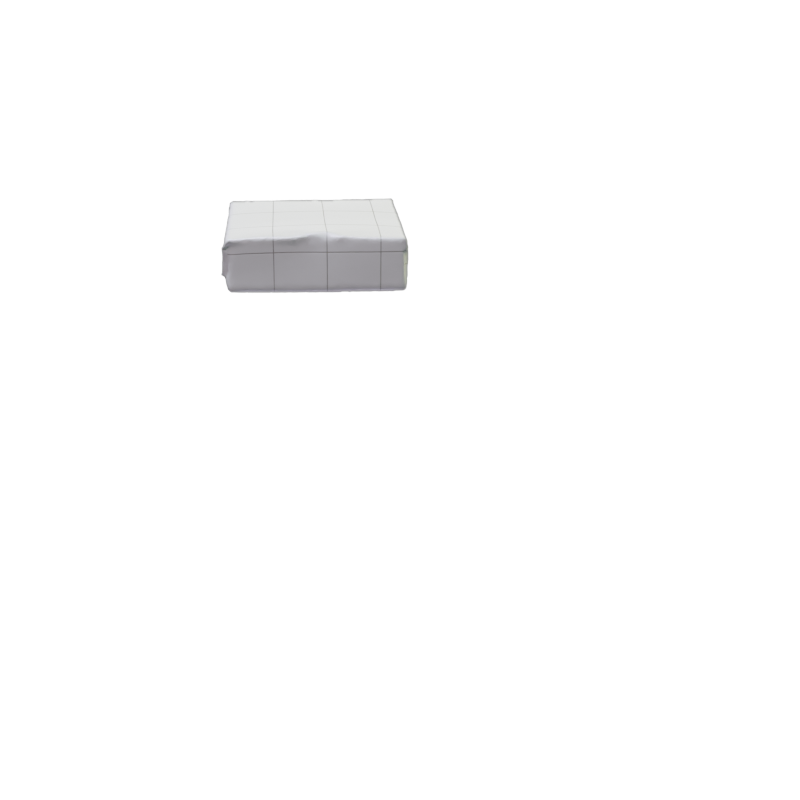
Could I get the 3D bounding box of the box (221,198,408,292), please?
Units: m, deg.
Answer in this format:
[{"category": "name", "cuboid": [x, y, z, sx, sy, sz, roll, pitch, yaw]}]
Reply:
[{"category": "box", "cuboid": [-0.044, -0.080, 0.560, 0.089, 0.029, 0.077, -1, 23, -3]}]
